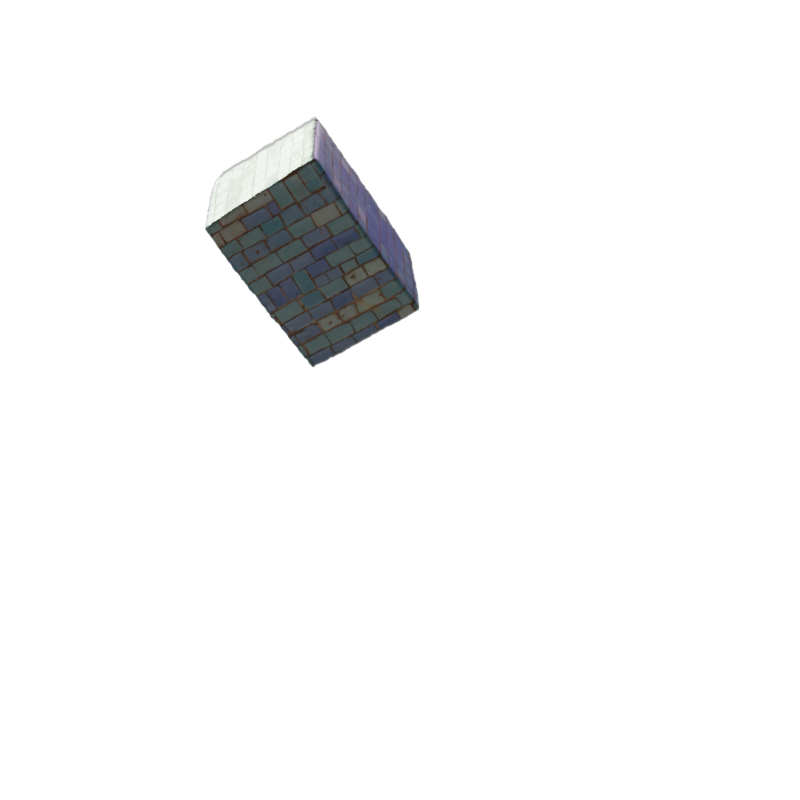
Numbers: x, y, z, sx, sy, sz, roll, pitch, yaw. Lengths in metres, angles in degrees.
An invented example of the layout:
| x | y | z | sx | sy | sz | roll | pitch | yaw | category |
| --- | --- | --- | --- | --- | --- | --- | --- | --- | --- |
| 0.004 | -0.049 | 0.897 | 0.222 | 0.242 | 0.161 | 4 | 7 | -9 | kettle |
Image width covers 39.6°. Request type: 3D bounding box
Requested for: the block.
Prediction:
| x | y | z | sx | sy | sz | roll | pitch | yaw | category |
| --- | --- | --- | --- | --- | --- | --- | --- | --- | --- |
| -0.035 | -0.064 | 0.449 | 0.053 | 0.073 | 0.054 | -29 | 26 | 14 | block |
